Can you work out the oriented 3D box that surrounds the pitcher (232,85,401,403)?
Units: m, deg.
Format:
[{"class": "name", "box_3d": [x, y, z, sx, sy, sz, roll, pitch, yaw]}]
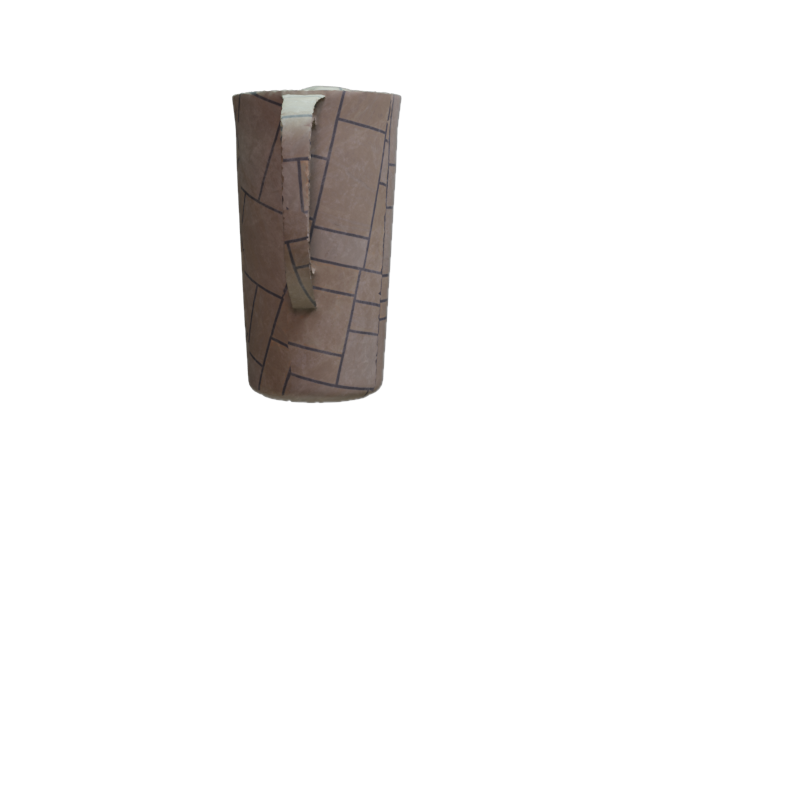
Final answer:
[{"class": "pitcher", "box_3d": [-0.068, -0.124, 0.869, 0.144, 0.241, 0.151, -4, 6, -40]}]
